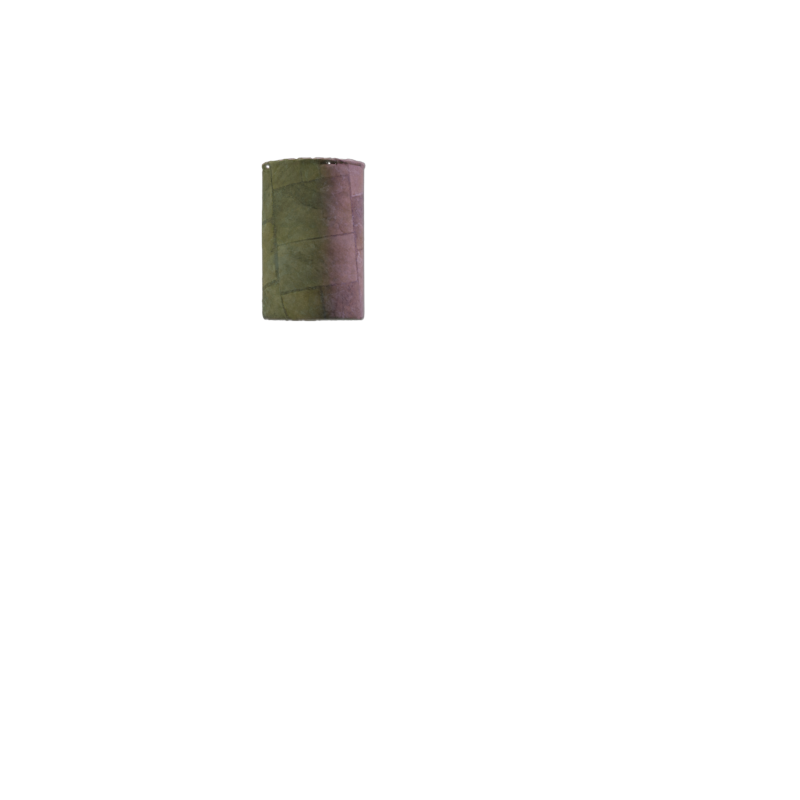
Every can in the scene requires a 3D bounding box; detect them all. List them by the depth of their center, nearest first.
[{"bbox_3d":[-0.056,-0.103,0.720,0.068,0.103,0.068,0,-1,-2],"label":"can"}]
